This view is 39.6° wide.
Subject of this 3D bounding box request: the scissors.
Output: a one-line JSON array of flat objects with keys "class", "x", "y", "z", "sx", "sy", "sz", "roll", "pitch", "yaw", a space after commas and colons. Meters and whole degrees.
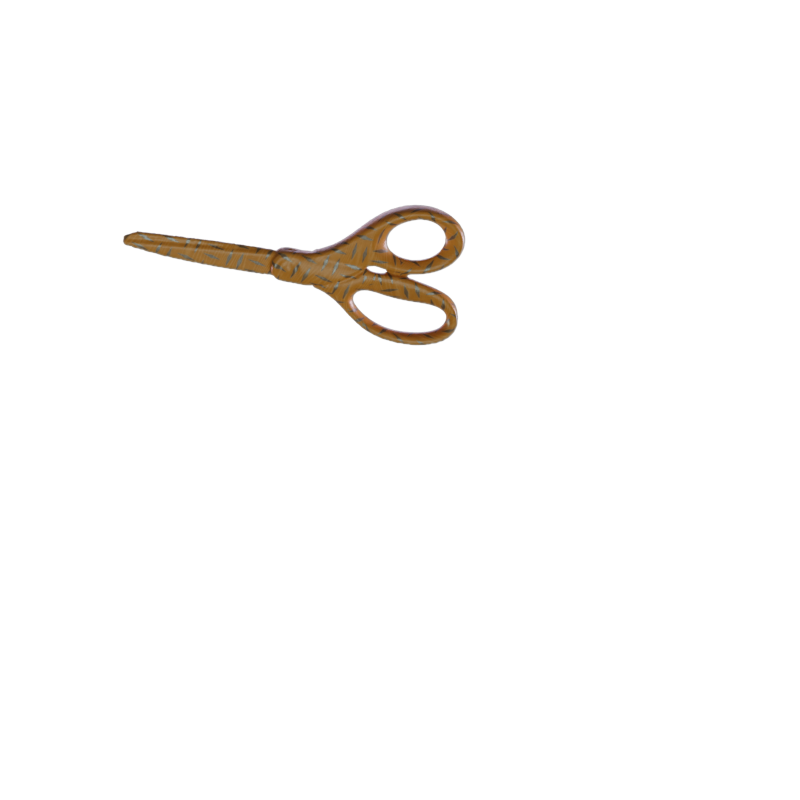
[{"class": "scissors", "x": -0.050, "y": -0.092, "z": 0.645, "sx": 0.197, "sy": 0.093, "sz": 0.017, "roll": 23, "pitch": 23, "yaw": -10}]
